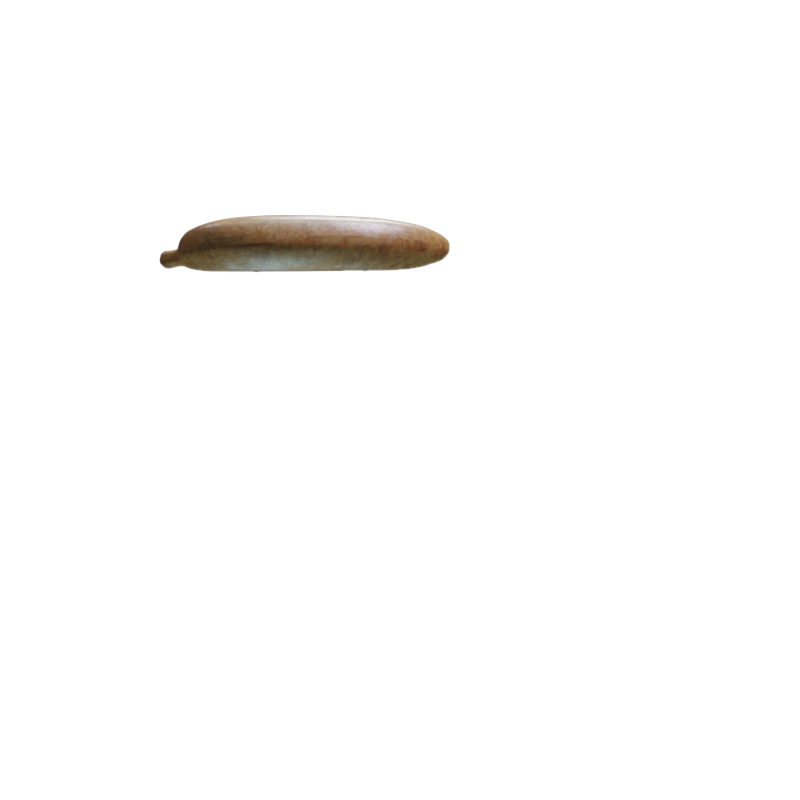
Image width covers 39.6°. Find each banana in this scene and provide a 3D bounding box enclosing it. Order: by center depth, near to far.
[{"bbox_3d":[-0.059,-0.103,0.727,0.196,0.036,0.071,-1,9,-7],"label":"banana"}]
